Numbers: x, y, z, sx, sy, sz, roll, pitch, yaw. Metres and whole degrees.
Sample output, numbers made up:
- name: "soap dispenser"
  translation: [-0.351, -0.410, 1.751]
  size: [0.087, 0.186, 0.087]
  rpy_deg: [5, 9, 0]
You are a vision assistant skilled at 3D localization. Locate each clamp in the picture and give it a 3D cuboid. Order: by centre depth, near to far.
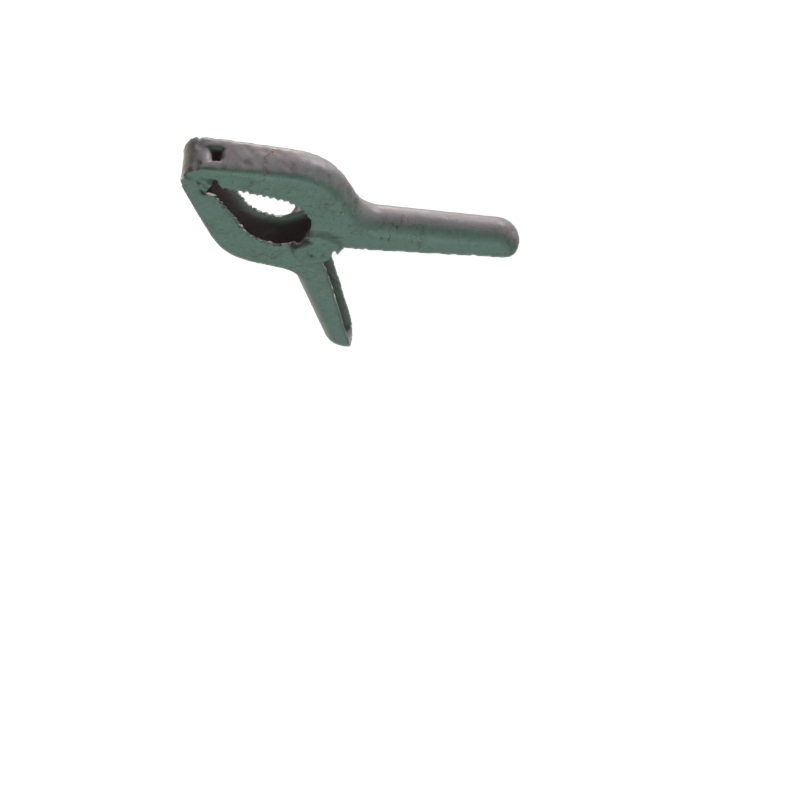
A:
- name: "clamp"
  translation: [-0.055, -0.099, 0.697]
  size: [0.199, 0.039, 0.162]
  rpy_deg: [21, -38, -30]
